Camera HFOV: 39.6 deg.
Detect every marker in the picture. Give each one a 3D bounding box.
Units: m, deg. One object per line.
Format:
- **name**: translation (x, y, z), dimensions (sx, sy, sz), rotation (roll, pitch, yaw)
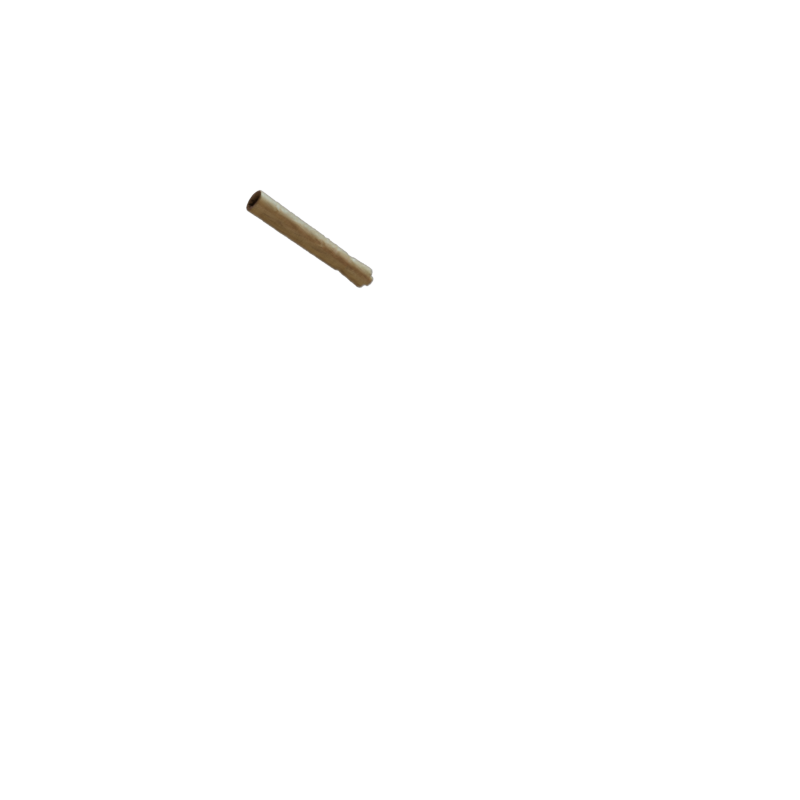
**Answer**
- **marker**: translation (-0.067, -0.123, 0.862), dimensions (0.114, 0.020, 0.020), rotation (33, -13, -25)
